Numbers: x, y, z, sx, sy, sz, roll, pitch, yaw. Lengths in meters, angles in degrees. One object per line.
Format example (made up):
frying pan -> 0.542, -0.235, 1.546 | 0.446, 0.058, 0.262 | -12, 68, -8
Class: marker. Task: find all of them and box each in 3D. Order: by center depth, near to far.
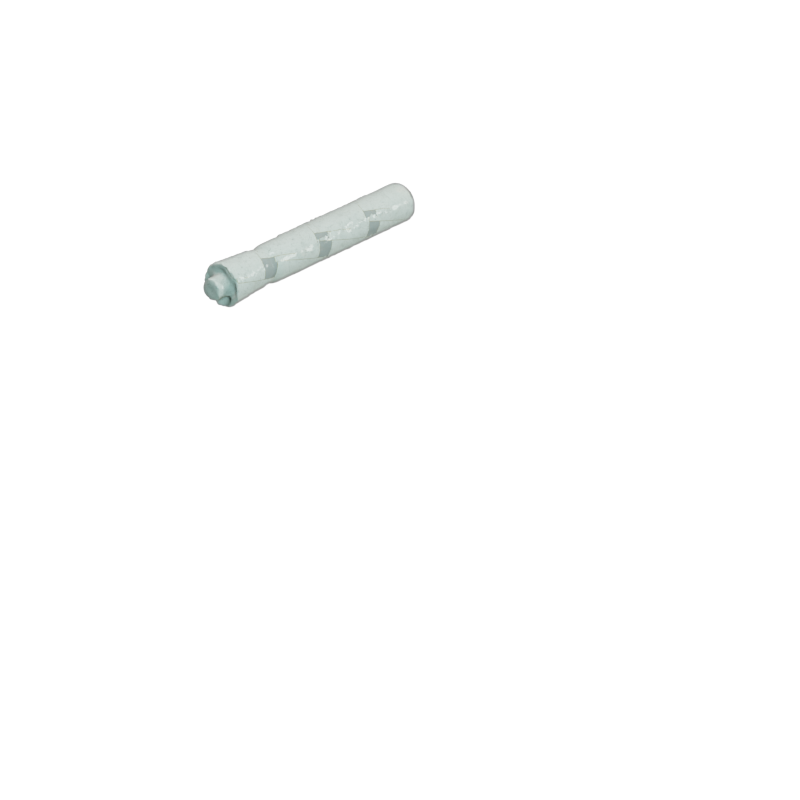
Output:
marker -> -0.037, -0.067, 0.471 | 0.021, 0.019, 0.121 | 3, 26, 41
